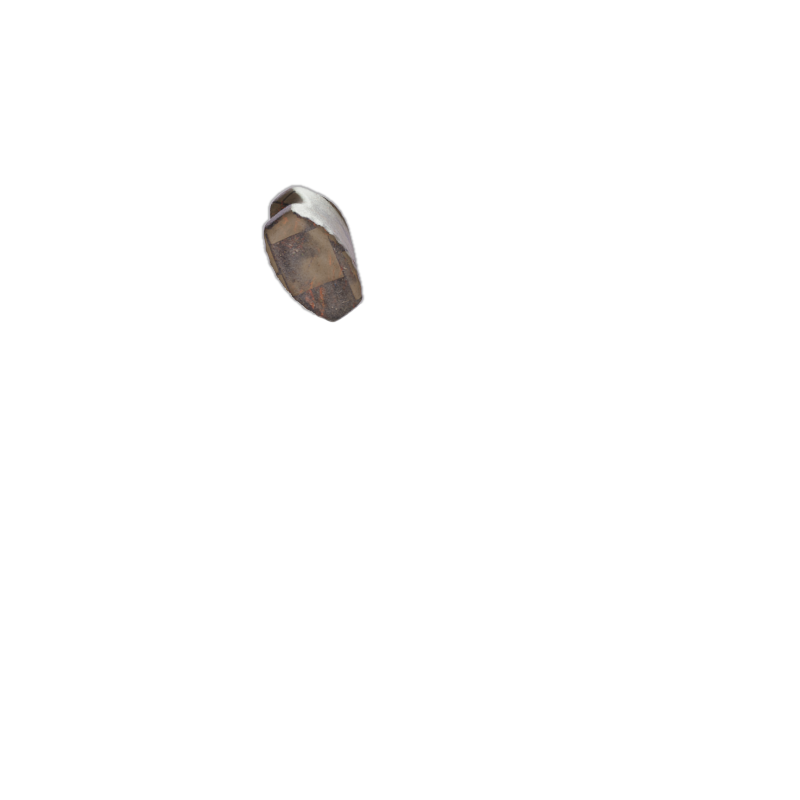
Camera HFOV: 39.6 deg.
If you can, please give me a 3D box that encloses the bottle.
[{"bbox_3d":[-0.074,-0.137,0.956,0.058,0.093,0.200,-38,17,9],"label":"bottle"}]
